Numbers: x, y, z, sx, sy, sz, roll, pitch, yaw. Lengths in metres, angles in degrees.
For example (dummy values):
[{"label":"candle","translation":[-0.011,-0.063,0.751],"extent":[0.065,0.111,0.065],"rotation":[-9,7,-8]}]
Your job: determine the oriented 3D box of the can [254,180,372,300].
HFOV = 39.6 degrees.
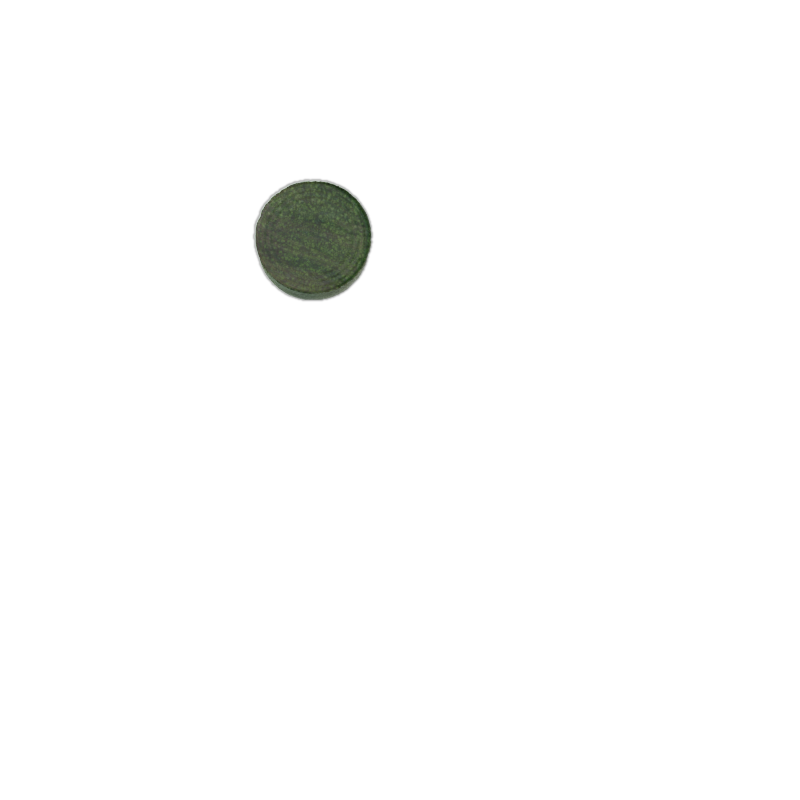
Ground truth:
[{"label":"can","translation":[-0.064,-0.117,0.822],"extent":[0.086,0.089,0.032],"rotation":[0,-14,-1]}]
